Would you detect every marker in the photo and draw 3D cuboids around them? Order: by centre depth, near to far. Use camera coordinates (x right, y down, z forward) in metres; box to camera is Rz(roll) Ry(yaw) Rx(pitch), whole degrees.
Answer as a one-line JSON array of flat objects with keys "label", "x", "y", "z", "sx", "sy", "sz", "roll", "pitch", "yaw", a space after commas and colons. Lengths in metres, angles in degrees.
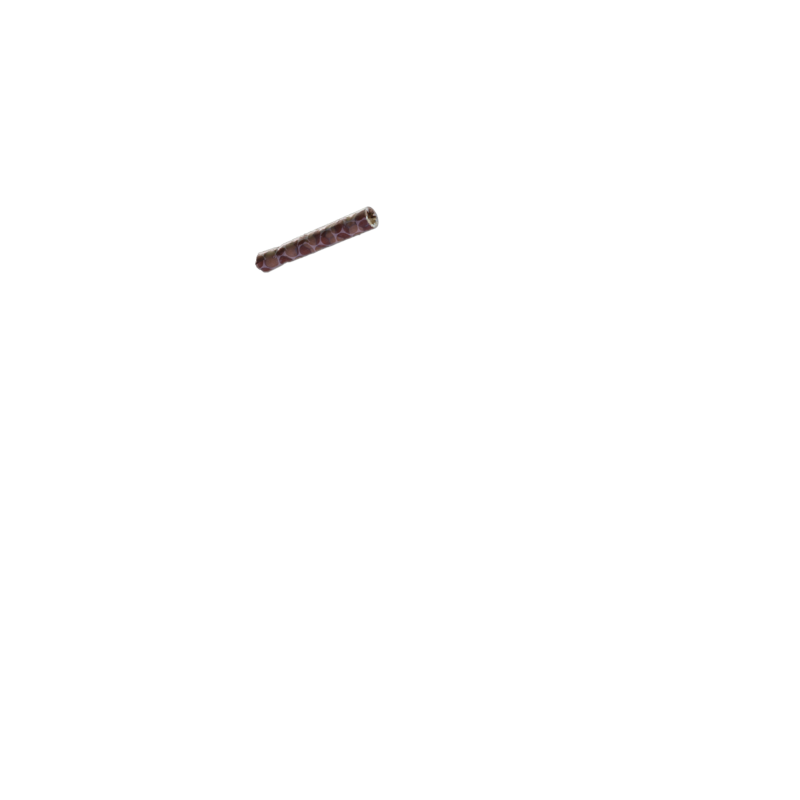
[{"label": "marker", "x": -0.072, "y": -0.131, "z": 0.916, "sx": 0.122, "sy": 0.020, "sz": 0.019, "roll": -17, "pitch": -6, "yaw": 32}]
